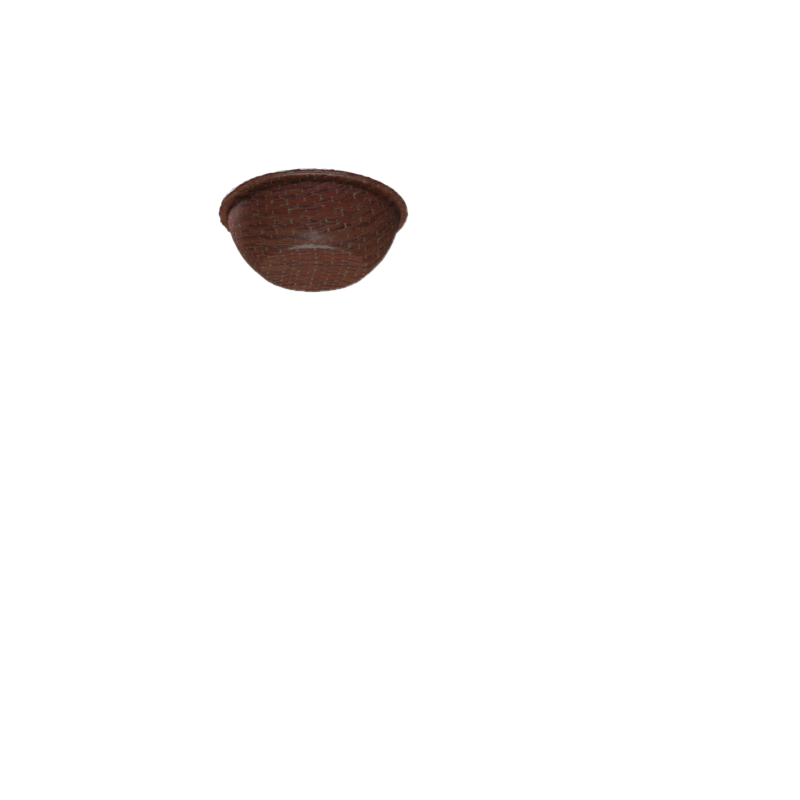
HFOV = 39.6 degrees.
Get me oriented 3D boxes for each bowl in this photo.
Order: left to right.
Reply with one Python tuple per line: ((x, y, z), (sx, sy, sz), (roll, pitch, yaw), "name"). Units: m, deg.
((-0.073, -0.134, 0.936), (0.162, 0.058, 0.154), (1, -20, -2), "bowl")
